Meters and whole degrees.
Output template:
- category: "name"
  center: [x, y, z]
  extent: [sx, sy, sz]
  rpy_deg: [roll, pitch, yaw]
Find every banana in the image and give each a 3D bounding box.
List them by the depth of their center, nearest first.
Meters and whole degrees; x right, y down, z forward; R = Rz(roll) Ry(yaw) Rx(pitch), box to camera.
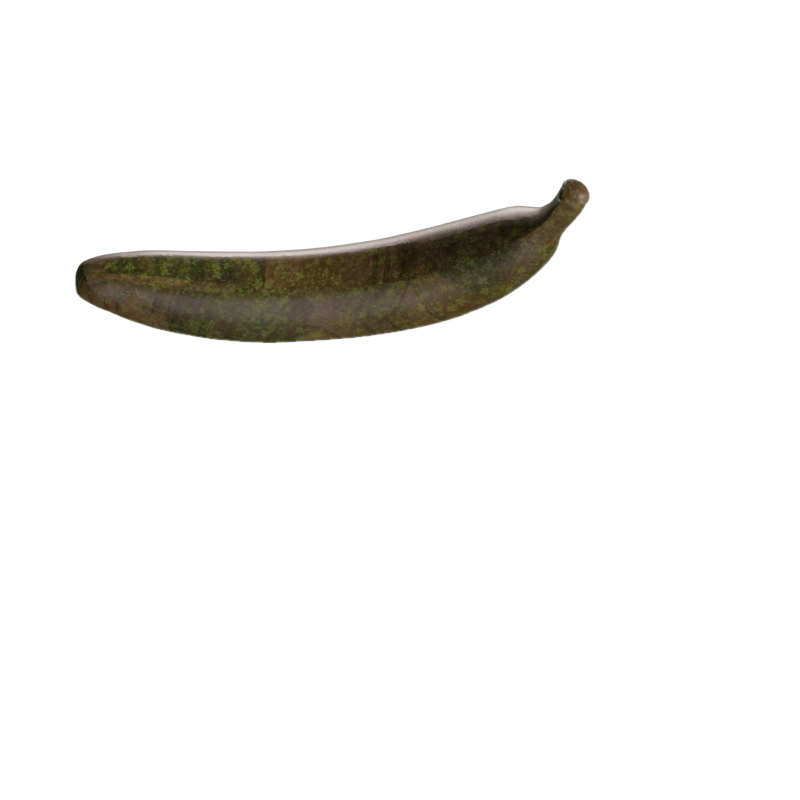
- category: "banana"
  center: [-0.025, -0.051, 0.434]
  extent: [0.200, 0.039, 0.064]
  rpy_deg: [-9, -38, 12]
